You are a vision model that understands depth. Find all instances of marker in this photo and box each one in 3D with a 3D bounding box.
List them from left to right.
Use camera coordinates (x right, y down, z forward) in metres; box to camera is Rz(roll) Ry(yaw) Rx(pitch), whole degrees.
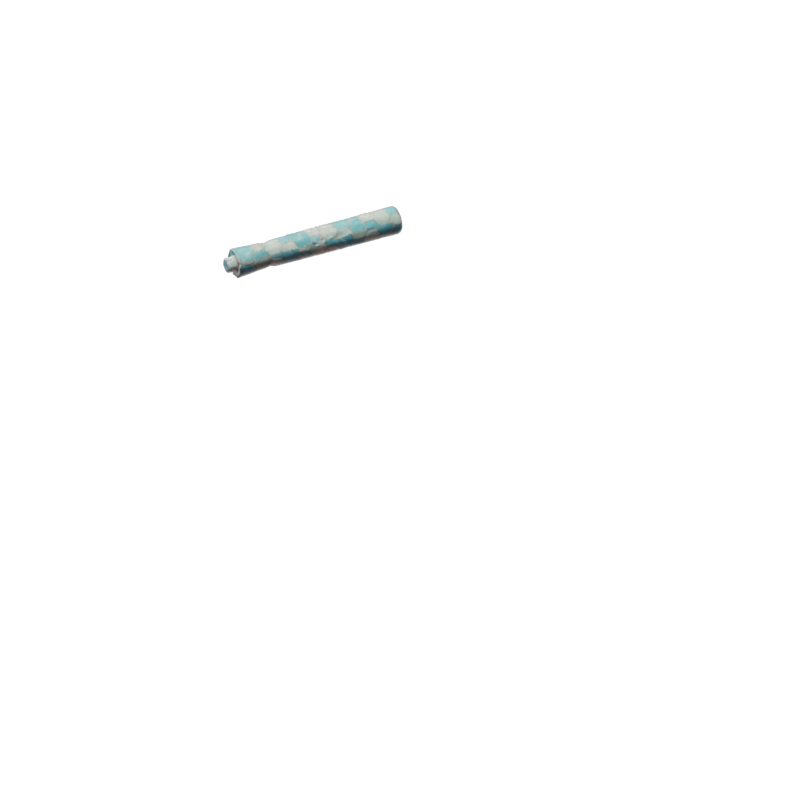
[{"bbox_3d":[-0.055,-0.100,0.704,0.119,0.019,0.020,-19,11,-22],"label":"marker"}]
